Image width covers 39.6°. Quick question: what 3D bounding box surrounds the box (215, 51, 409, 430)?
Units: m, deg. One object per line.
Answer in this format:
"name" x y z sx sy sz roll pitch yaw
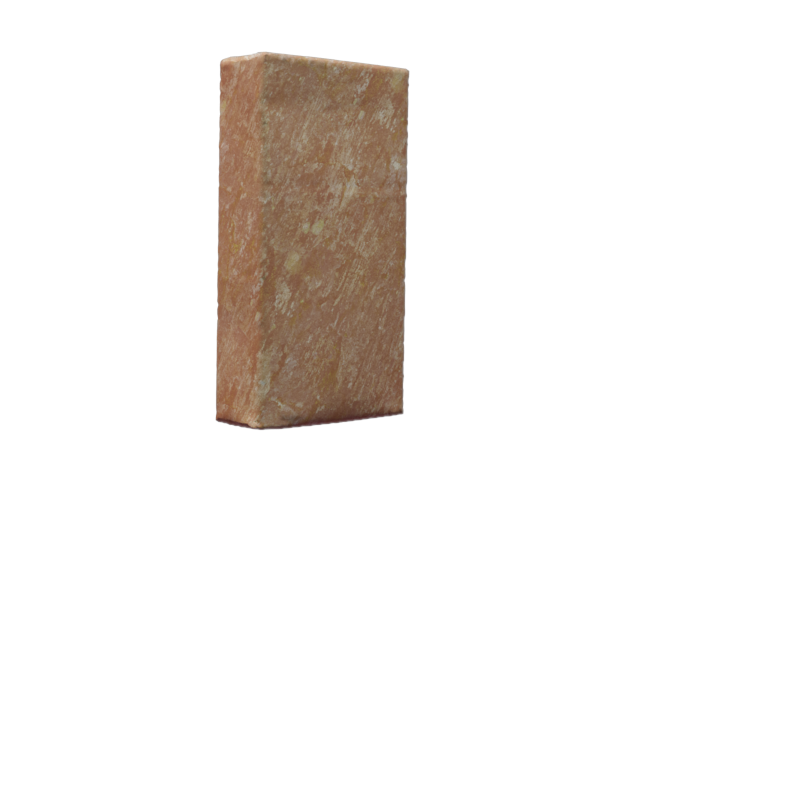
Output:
"box" -0.043 -0.078 0.547 0.090 0.176 0.050 -1 1 -40
